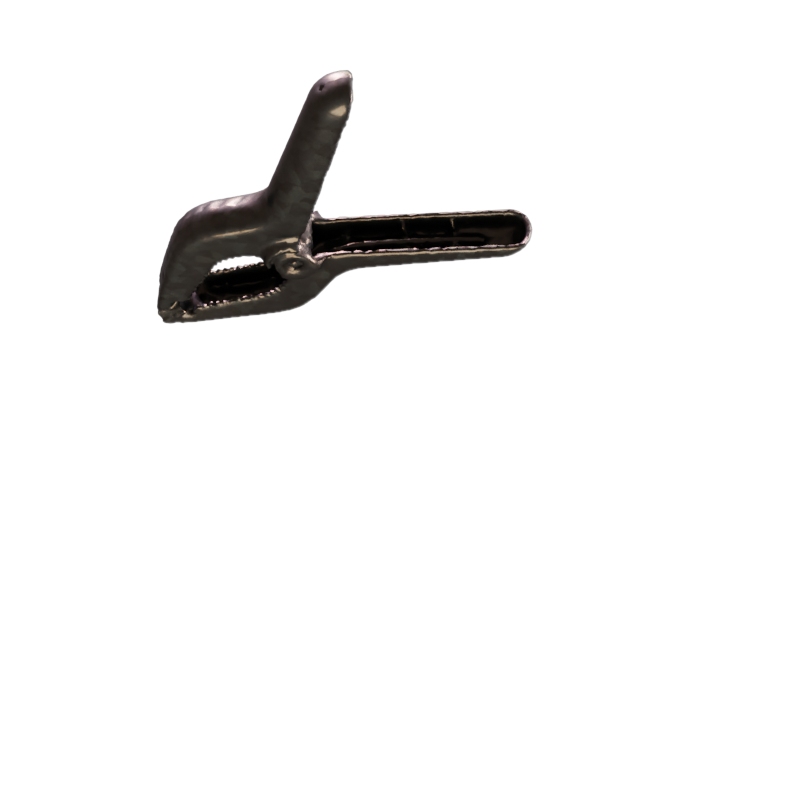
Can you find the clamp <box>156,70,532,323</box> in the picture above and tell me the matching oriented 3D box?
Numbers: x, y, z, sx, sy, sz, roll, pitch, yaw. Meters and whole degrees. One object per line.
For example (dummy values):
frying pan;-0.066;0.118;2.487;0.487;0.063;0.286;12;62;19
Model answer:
clamp;-0.047;-0.085;0.596;0.210;0.039;0.154;-25;-37;38
